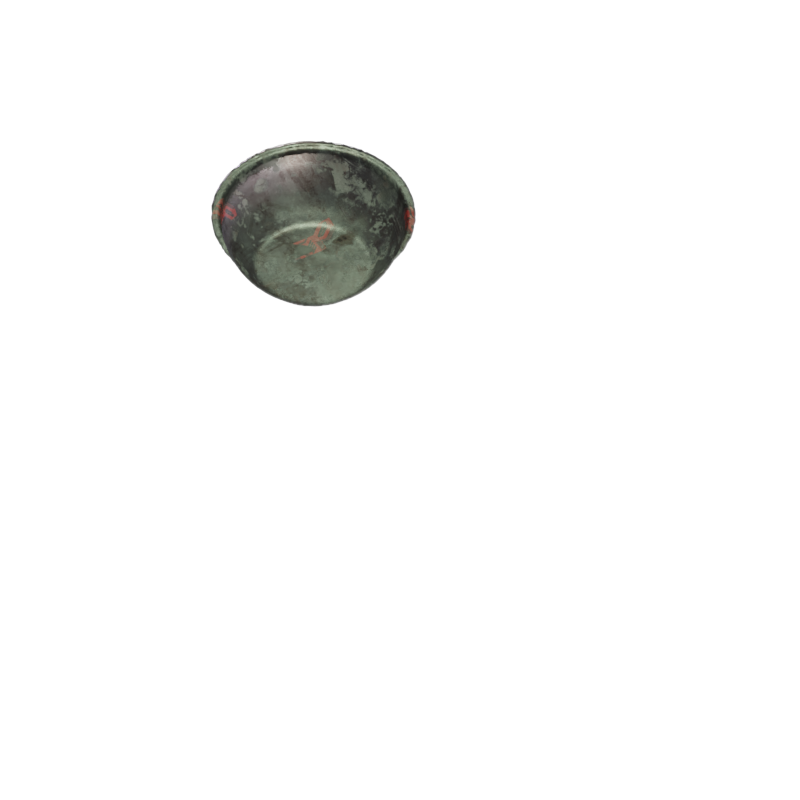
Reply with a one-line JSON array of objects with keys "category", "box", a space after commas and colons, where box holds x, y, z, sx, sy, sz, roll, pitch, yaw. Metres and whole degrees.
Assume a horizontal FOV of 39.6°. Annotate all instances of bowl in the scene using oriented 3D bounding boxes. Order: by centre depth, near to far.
[{"category": "bowl", "box": [-0.067, -0.123, 0.859, 0.162, 0.059, 0.151, 1, -41, -1]}]
